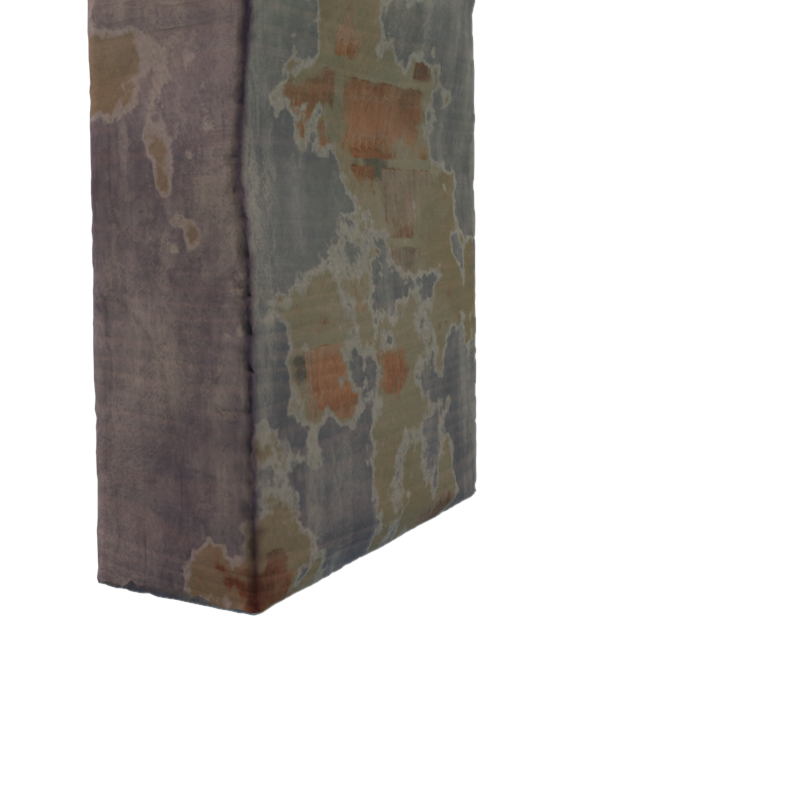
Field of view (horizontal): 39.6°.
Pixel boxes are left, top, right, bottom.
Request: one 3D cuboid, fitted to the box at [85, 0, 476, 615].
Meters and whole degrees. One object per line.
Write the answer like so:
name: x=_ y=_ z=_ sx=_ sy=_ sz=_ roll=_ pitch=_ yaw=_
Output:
box: x=-0.031 y=-0.056 z=0.394 sx=0.074 sy=0.213 sz=0.159 roll=1 pitch=4 yaw=28
